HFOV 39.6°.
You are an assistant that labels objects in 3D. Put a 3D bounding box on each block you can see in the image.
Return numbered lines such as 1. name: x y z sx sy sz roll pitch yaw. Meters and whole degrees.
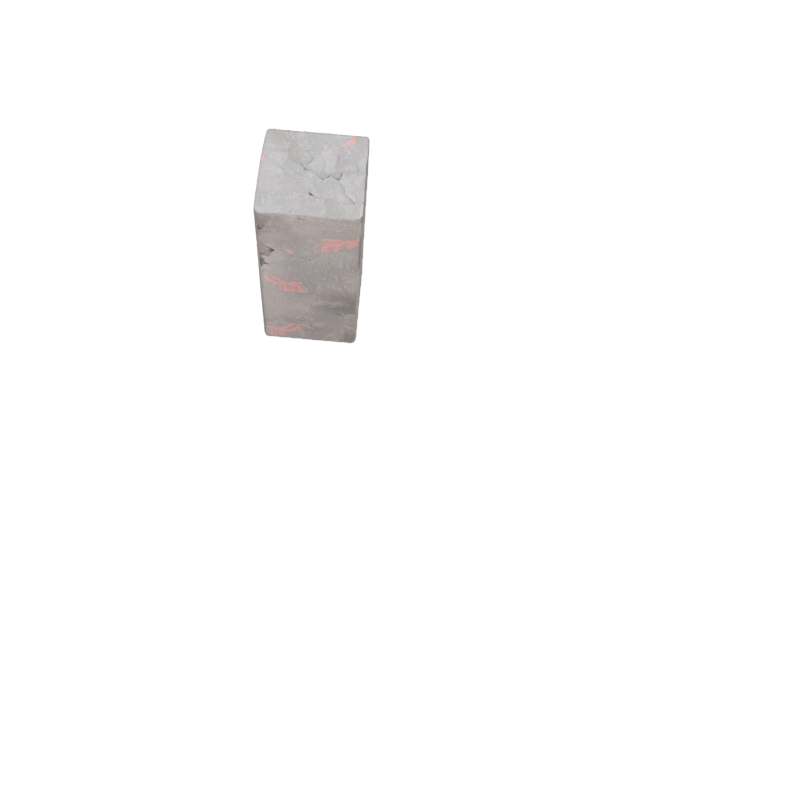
1. block: -0.079 -0.142 0.999 0.091 0.096 0.194 6 -29 -1
